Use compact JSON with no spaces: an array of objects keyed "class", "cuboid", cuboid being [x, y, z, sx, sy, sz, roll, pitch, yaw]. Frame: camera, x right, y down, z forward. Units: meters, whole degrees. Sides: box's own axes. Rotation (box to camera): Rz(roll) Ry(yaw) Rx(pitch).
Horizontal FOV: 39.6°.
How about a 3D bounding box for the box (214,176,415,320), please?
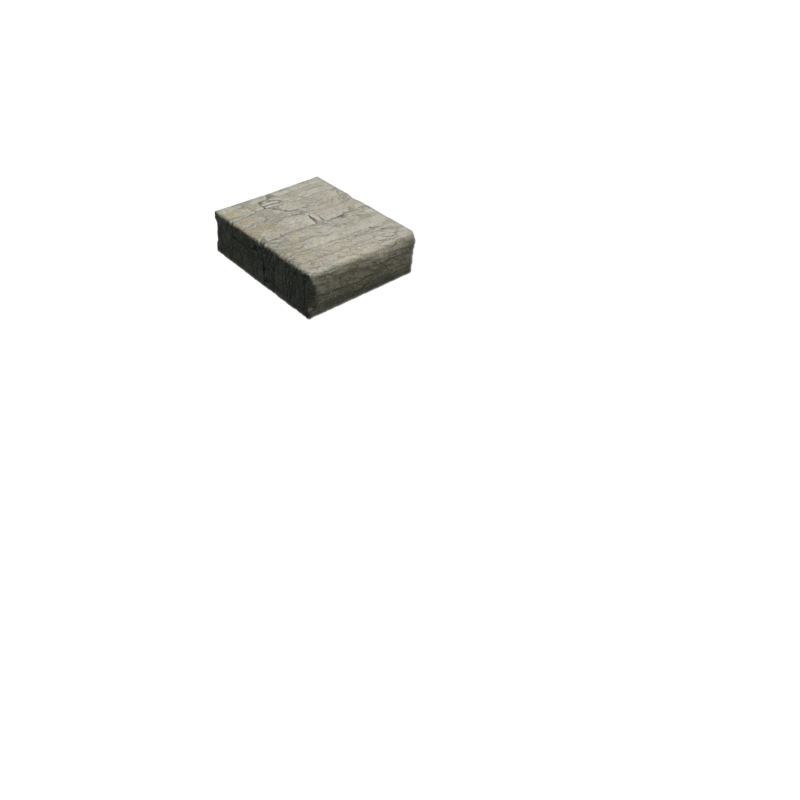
[{"class":"box","cuboid":[-0.048,-0.087,0.612,0.072,0.028,0.096,-25,43,-31]}]
